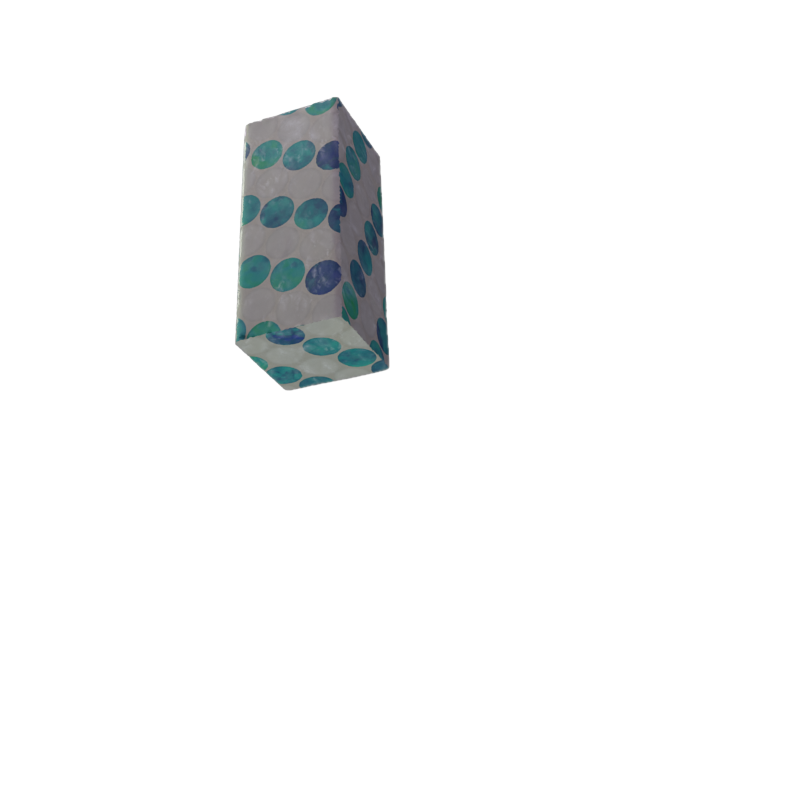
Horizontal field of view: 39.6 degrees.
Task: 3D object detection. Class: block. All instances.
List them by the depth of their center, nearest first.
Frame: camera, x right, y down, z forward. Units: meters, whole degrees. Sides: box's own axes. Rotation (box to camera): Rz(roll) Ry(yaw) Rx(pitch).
[{"bbox_3d":[-0.069,-0.125,0.880,0.091,0.220,0.084,-14,-33,19],"label":"block"}]
